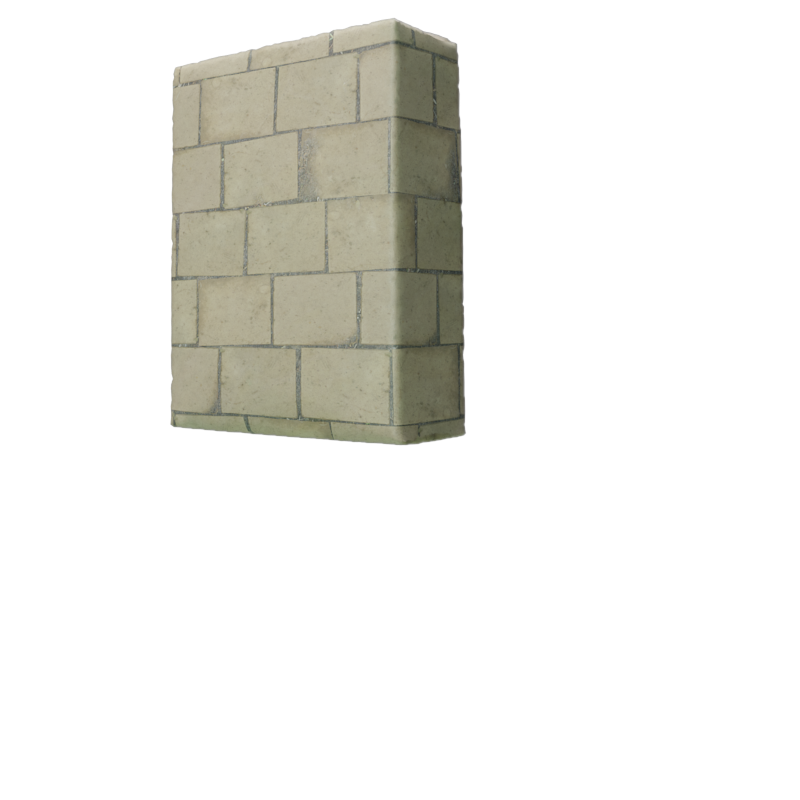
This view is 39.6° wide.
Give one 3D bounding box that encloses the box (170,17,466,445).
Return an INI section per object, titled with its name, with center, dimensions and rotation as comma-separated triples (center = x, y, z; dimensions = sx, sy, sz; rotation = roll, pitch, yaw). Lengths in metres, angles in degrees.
[box]
center = -0.049, -0.088, 0.620
dimensions = 0.170, 0.216, 0.069
rotation = -2, -4, 37
